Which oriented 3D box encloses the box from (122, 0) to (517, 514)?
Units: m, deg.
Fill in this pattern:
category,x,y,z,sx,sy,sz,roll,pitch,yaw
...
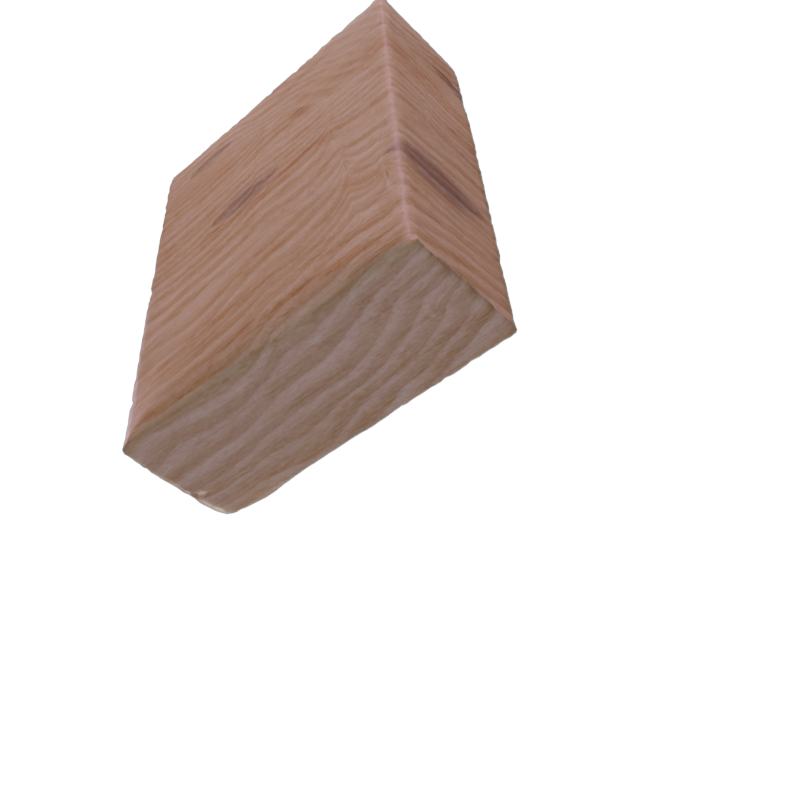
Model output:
category,x,y,z,sx,sy,sz,roll,pitch,yaw
box,-0.041,-0.075,0.527,0.163,0.229,0.067,-35,-55,24
